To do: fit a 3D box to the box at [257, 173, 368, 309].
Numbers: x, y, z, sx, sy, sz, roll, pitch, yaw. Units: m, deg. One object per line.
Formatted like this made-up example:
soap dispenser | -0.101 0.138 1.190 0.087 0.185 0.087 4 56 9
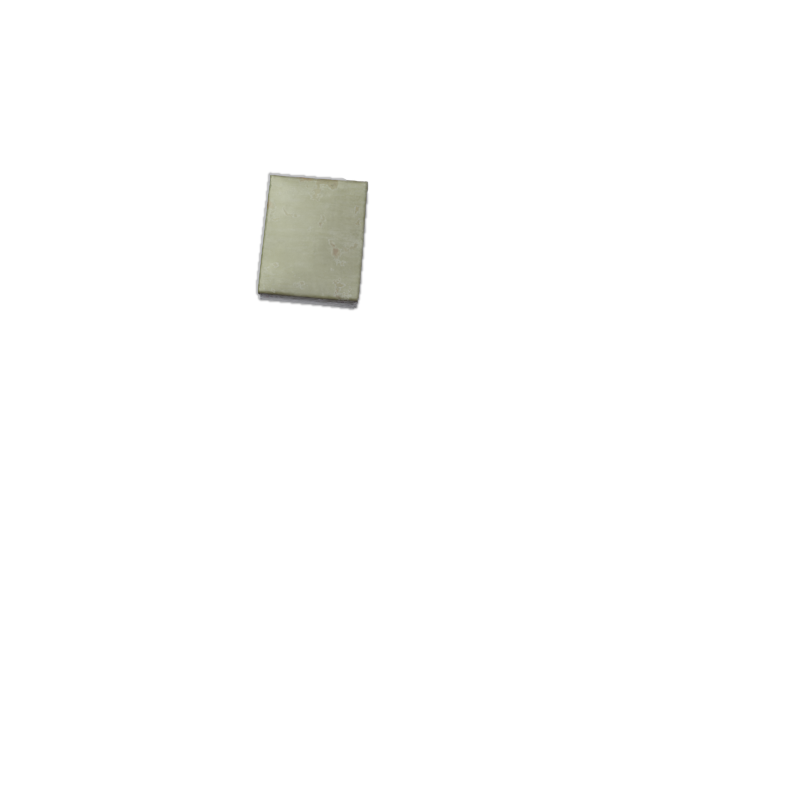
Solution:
box | -0.077 -0.141 0.989 0.090 0.118 0.037 4 -16 0
